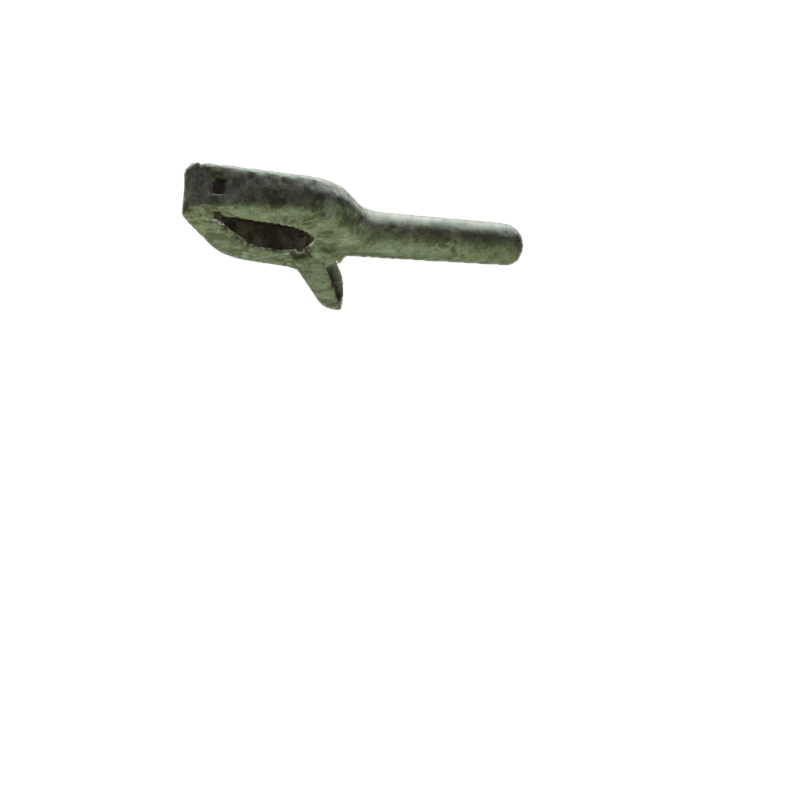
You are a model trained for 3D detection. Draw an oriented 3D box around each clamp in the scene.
[{"bbox_3d":[-0.053,-0.097,0.678,0.199,0.038,0.166,11,-18,-39],"label":"clamp"}]
